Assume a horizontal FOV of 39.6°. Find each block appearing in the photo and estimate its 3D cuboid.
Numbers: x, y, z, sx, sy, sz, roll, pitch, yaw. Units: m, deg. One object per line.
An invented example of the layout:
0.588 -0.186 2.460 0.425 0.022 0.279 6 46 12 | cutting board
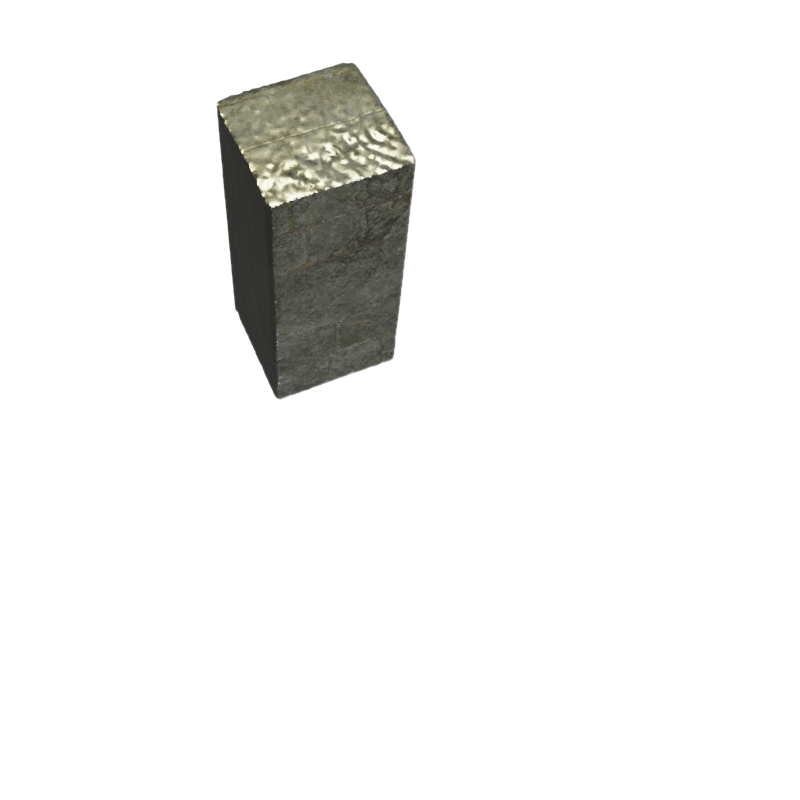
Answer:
-0.055 -0.101 0.706 0.090 0.097 0.193 -19 -29 -15 | block
